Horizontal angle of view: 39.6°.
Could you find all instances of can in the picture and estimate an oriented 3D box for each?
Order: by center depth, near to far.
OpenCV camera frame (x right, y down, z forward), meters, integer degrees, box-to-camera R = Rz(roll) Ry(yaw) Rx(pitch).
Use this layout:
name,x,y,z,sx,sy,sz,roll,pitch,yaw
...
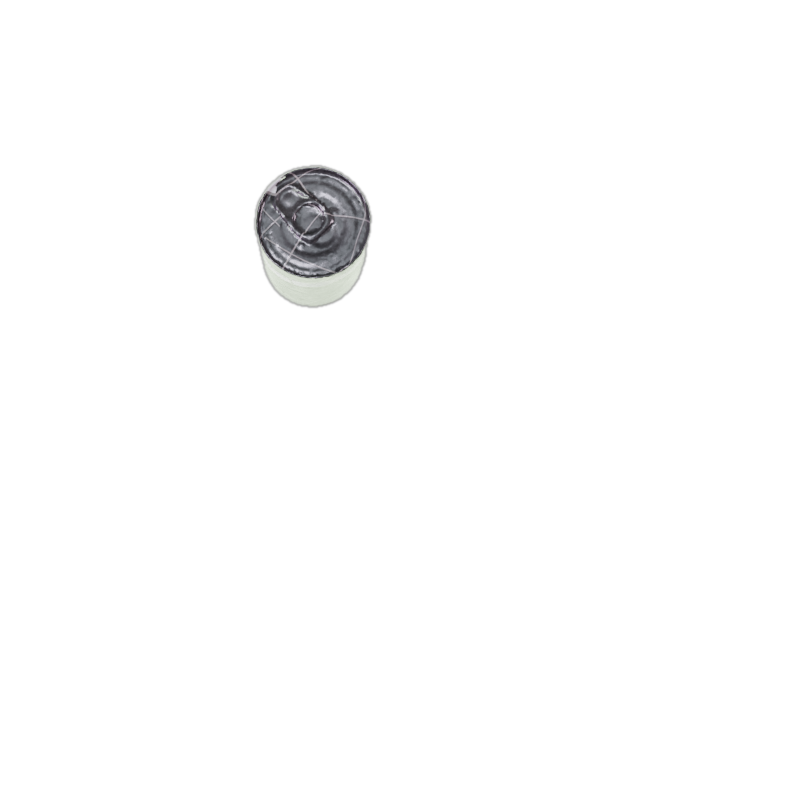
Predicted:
name,x,y,z,sx,sy,sz,roll,pitch,yaw
can,-0.055,-0.100,0.697,0.068,0.070,0.100,0,-8,-3
